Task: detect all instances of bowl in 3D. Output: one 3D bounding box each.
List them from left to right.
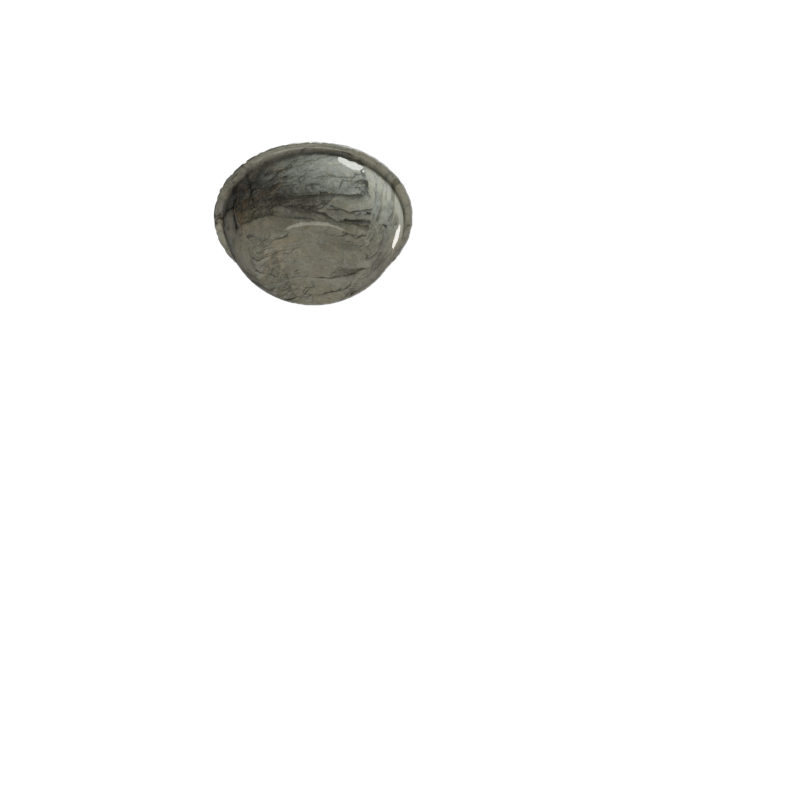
[{"bbox_3d":[-0.069,-0.126,0.883,0.162,0.059,0.151,1,-43,-1],"label":"bowl"}]
